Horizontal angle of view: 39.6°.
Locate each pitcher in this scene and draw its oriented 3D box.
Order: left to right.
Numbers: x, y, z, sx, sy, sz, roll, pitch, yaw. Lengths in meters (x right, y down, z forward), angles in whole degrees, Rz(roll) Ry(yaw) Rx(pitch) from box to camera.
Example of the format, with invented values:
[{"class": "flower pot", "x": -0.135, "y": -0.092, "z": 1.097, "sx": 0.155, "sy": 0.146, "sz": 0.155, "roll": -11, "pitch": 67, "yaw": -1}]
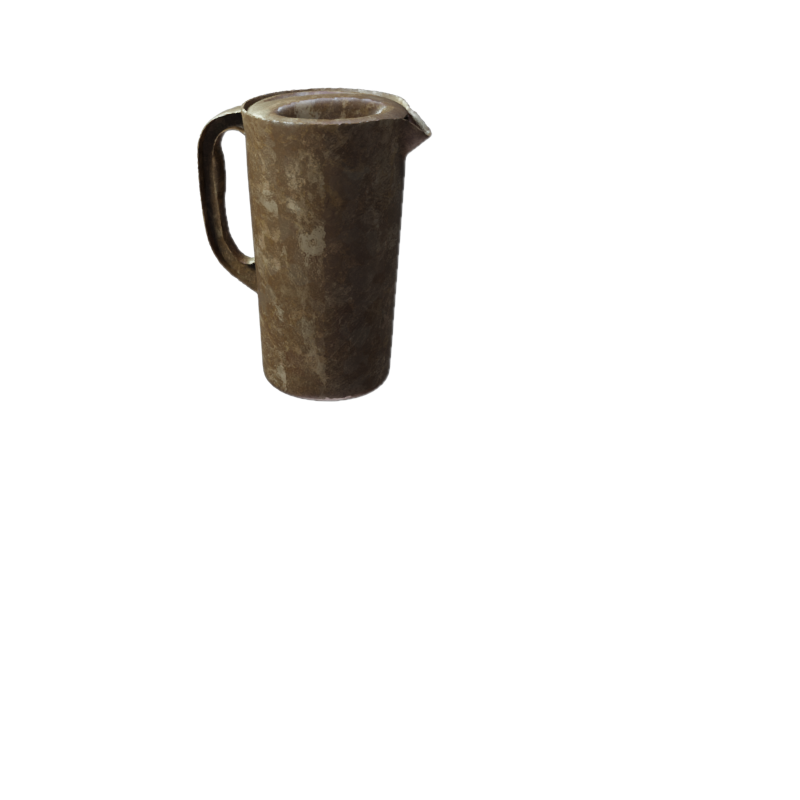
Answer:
[{"class": "pitcher", "x": -0.071, "y": -0.129, "z": 0.904, "sx": 0.142, "sy": 0.232, "sz": 0.159, "roll": -13, "pitch": 26, "yaw": -32}]
